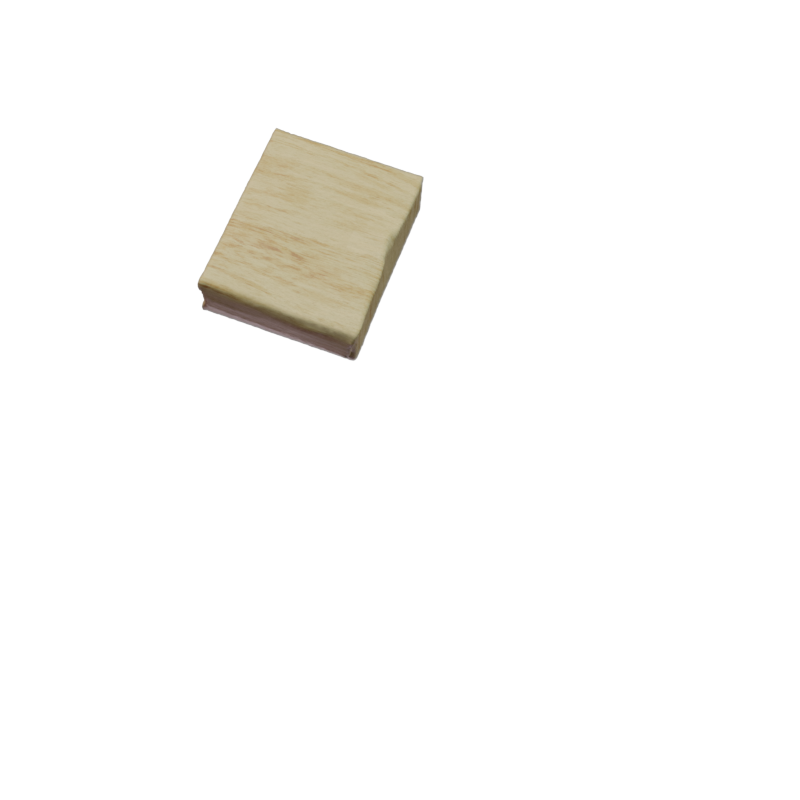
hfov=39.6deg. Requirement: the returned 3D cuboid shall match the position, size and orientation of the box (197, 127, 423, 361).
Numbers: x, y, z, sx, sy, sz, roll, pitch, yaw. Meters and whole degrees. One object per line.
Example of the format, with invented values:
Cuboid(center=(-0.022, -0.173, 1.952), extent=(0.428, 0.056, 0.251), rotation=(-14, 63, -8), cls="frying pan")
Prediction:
Cuboid(center=(-0.038, -0.070, 0.490), extent=(0.075, 0.093, 0.028), rotation=(18, -27, 9), cls="box")
